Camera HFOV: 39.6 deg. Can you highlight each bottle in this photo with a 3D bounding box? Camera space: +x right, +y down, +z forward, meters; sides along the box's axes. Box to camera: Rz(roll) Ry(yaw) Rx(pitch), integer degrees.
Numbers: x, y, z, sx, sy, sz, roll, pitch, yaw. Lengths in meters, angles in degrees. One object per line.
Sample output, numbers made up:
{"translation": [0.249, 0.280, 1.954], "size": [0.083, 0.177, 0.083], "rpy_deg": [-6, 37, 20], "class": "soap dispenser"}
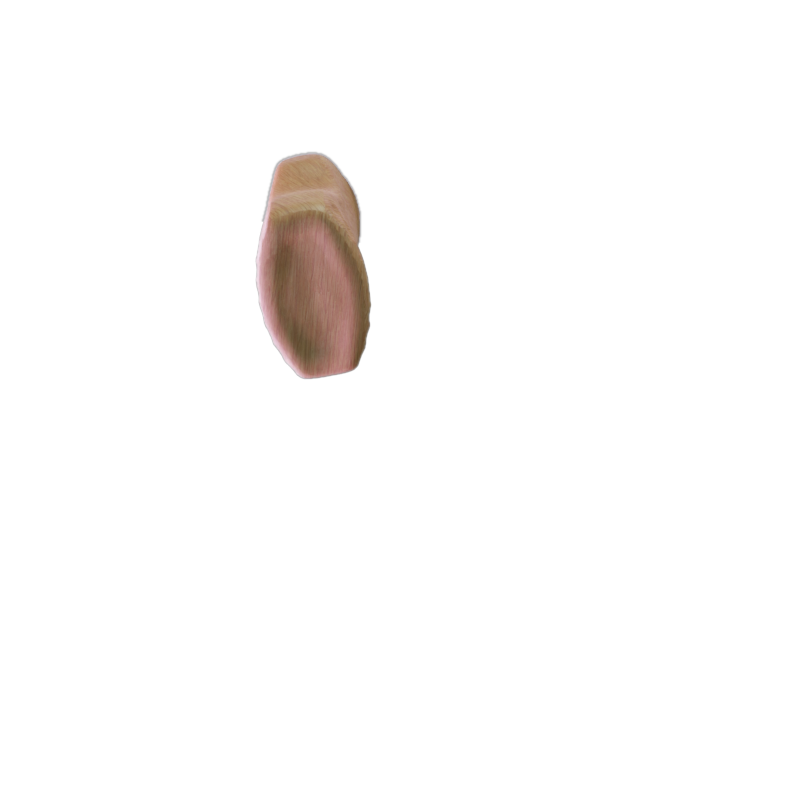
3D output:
{"translation": [-0.051, -0.094, 0.655], "size": [0.058, 0.091, 0.201], "rpy_deg": [-12, 24, 1], "class": "bottle"}
